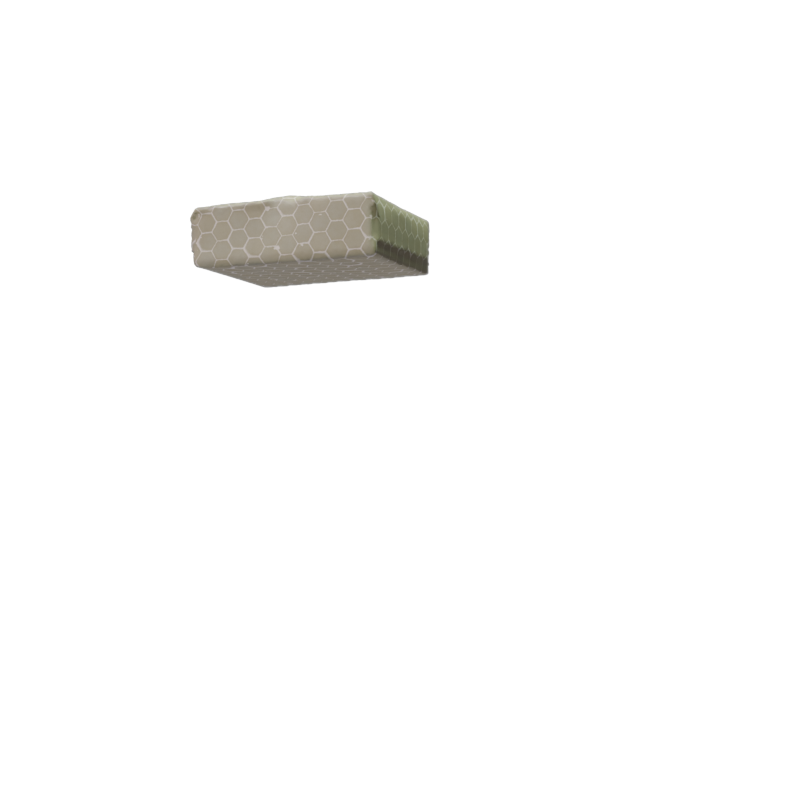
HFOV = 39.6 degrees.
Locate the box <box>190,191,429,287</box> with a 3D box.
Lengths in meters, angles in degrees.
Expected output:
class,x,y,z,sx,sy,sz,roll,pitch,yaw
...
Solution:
class,x,y,z,sx,sy,sz,roll,pitch,yaw
box,-0.040,-0.072,0.506,0.091,0.031,0.070,-1,-3,22
